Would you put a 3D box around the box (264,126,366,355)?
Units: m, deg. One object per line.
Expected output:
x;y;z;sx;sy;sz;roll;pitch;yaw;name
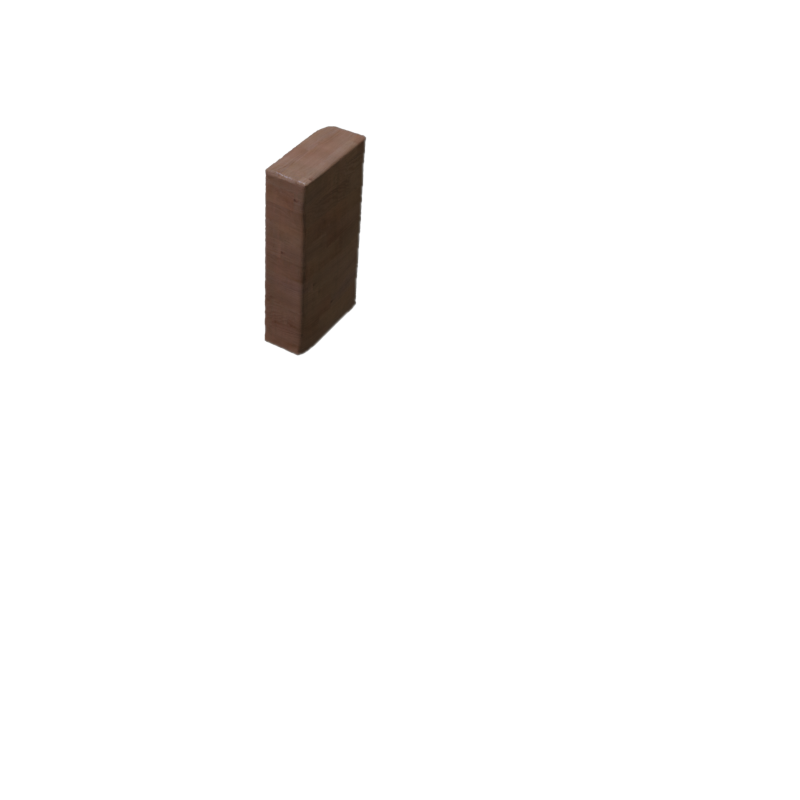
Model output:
-0.073;-0.132;0.926;0.050;0.165;0.095;21;41;22;box
